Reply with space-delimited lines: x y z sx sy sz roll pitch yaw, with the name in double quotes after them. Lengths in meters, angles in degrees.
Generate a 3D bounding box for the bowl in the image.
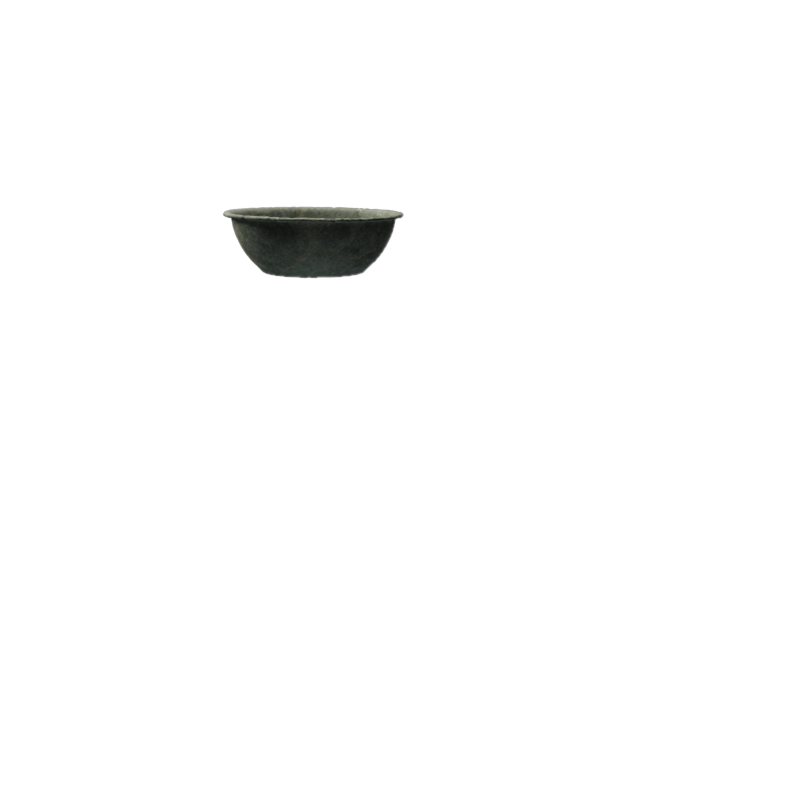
-0.078 -0.141 0.990 0.162 0.054 0.166 0 12 -2 "bowl"
